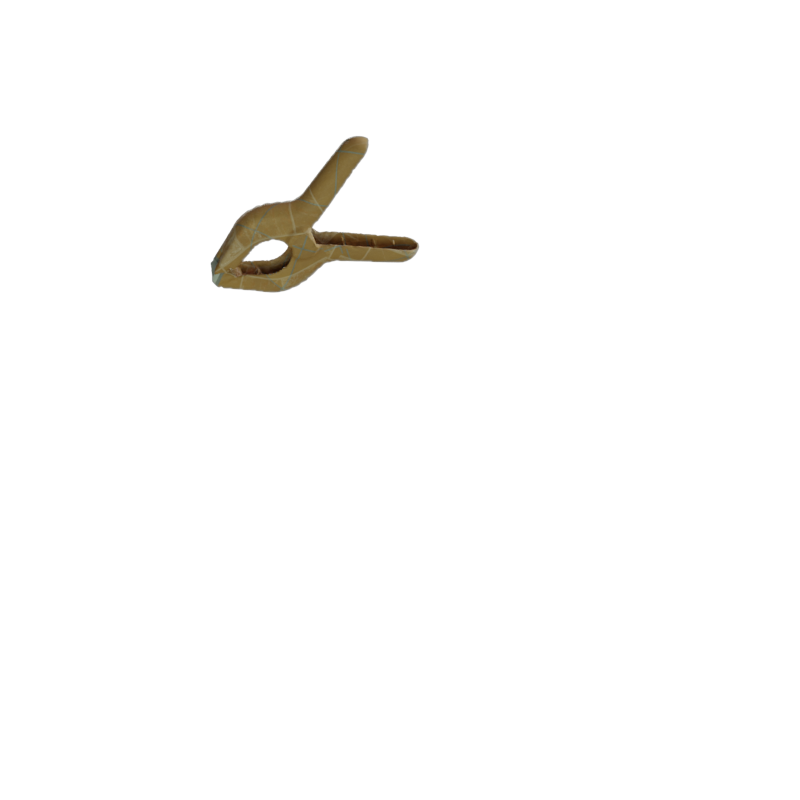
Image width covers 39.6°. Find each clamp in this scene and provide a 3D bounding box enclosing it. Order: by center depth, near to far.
[{"bbox_3d":[-0.072,-0.131,0.915,0.171,0.114,0.041,-29,24,14],"label":"clamp"}]
